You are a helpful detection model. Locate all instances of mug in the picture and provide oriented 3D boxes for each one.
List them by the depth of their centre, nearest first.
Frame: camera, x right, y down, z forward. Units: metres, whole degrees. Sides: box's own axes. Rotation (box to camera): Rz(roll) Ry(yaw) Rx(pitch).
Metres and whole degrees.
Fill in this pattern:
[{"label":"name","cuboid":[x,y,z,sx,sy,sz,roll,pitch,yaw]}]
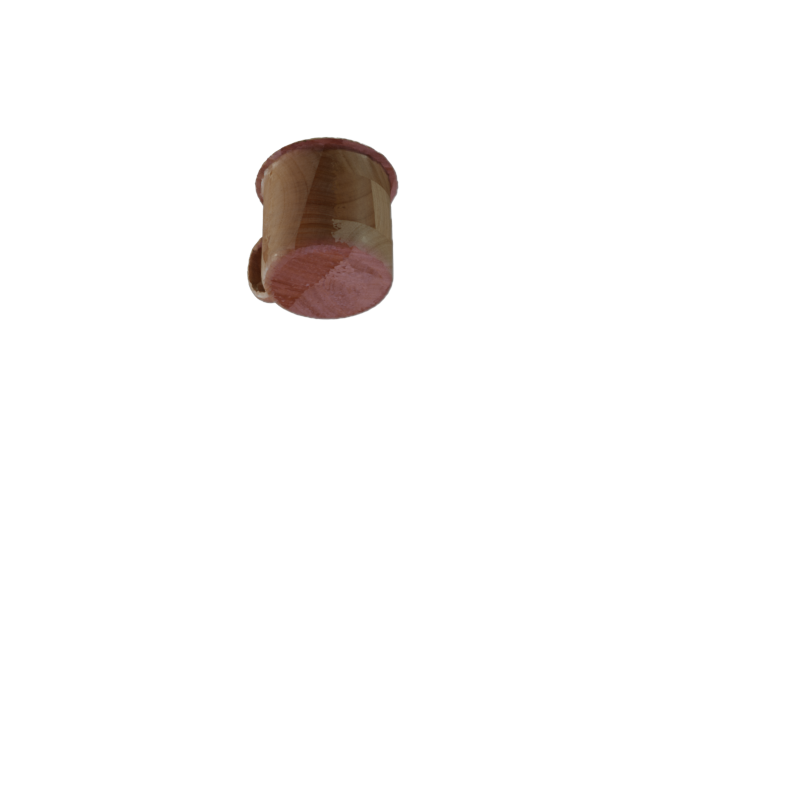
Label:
[{"label":"mug","cuboid":[-0.055,-0.101,0.705,0.117,0.087,0.087,-26,-41,32]}]
